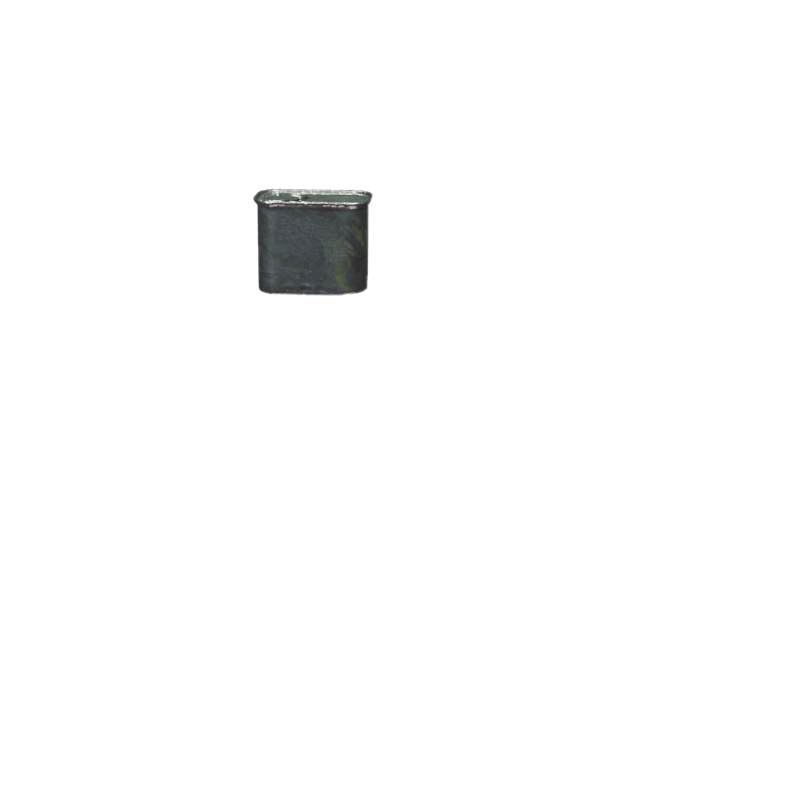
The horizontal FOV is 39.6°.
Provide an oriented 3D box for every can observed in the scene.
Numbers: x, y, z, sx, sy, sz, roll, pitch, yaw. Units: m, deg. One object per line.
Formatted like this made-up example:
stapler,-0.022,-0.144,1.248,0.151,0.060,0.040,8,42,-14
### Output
can,-0.076,-0.139,0.972,0.103,0.081,0.059,2,17,4
